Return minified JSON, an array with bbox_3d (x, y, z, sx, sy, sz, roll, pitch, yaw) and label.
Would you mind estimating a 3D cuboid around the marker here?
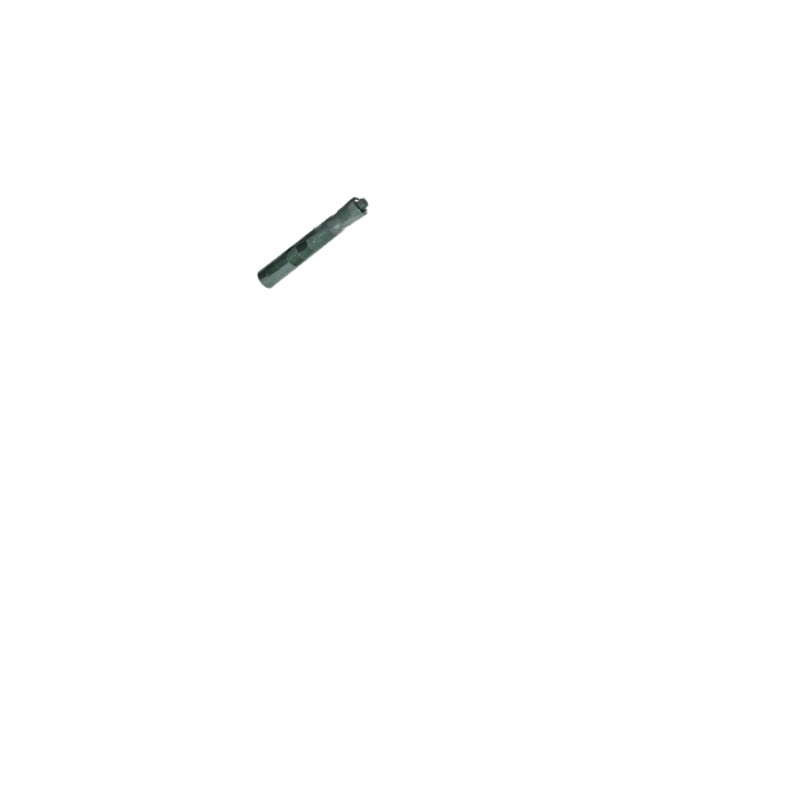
[{"bbox_3d":[-0.075,-0.136,0.953,0.120,0.020,0.019,-34,-12,25],"label":"marker"}]
